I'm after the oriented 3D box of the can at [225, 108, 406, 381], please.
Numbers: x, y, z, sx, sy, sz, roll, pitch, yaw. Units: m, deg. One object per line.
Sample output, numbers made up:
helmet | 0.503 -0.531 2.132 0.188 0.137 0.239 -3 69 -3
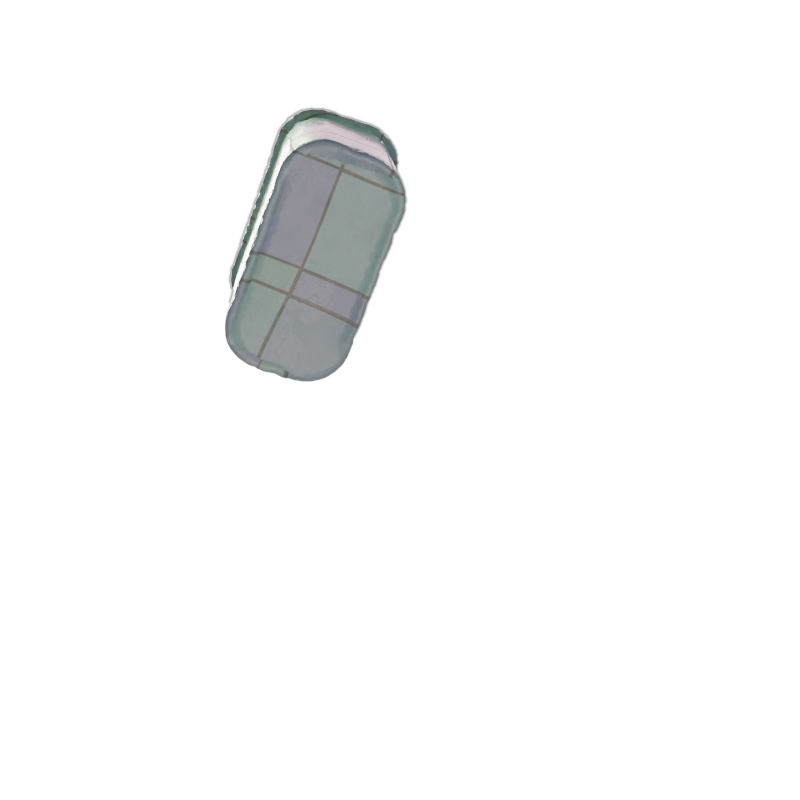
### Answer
can | -0.037 -0.067 0.471 0.057 0.100 0.087 19 15 -9
